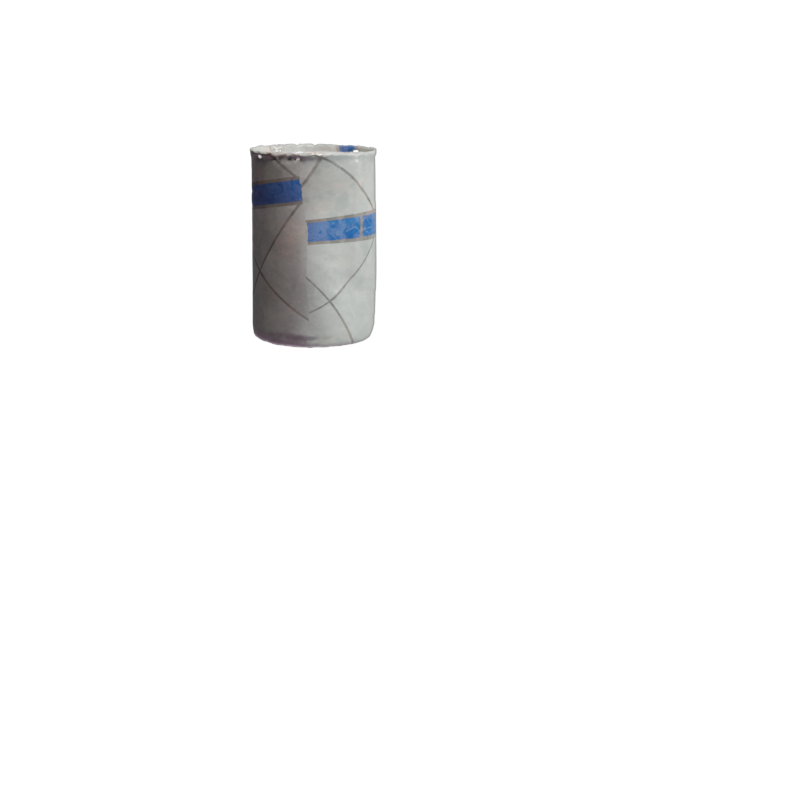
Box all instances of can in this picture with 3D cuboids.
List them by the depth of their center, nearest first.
[{"bbox_3d":[-0.047,-0.086,0.601,0.068,0.100,0.070,0,12,-2],"label":"can"}]
